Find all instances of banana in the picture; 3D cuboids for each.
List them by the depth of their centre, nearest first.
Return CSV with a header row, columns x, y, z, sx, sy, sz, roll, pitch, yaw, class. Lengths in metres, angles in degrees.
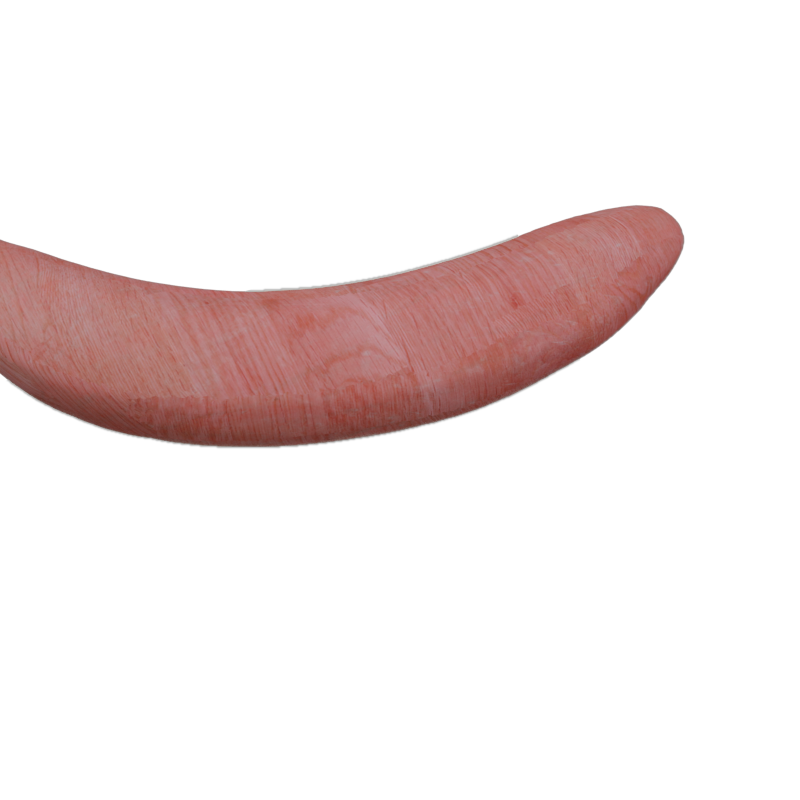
x,y,z,sx,sy,sz,roll,pitch,yaw,class
-0.026,-0.022,0.275,0.198,0.073,0.035,3,-19,1,banana
